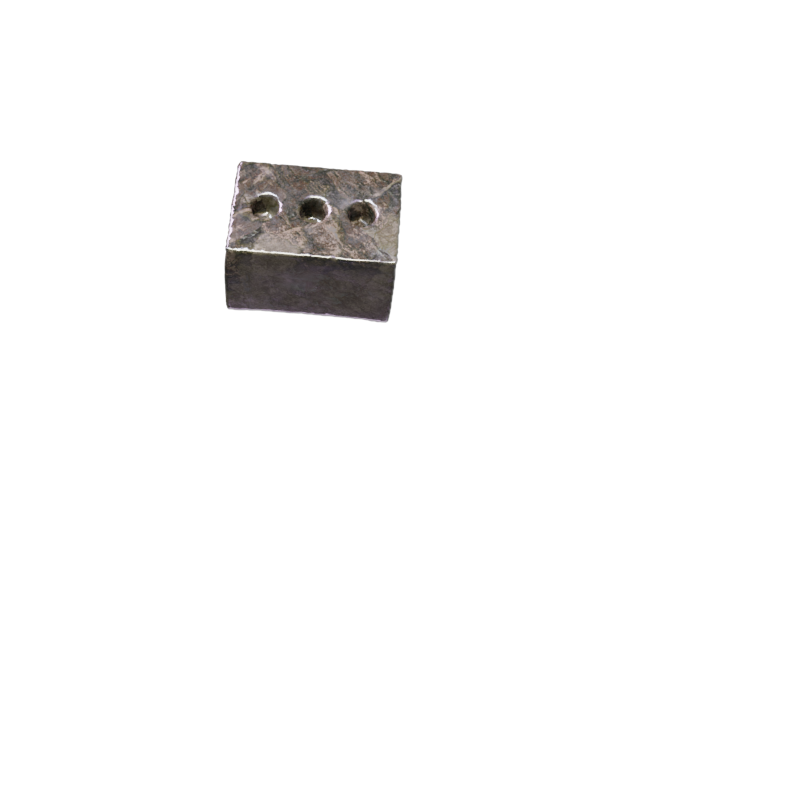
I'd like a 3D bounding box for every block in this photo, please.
[{"bbox_3d":[-0.040,-0.074,0.515,0.078,0.056,0.048,4,-31,1],"label":"block"}]
